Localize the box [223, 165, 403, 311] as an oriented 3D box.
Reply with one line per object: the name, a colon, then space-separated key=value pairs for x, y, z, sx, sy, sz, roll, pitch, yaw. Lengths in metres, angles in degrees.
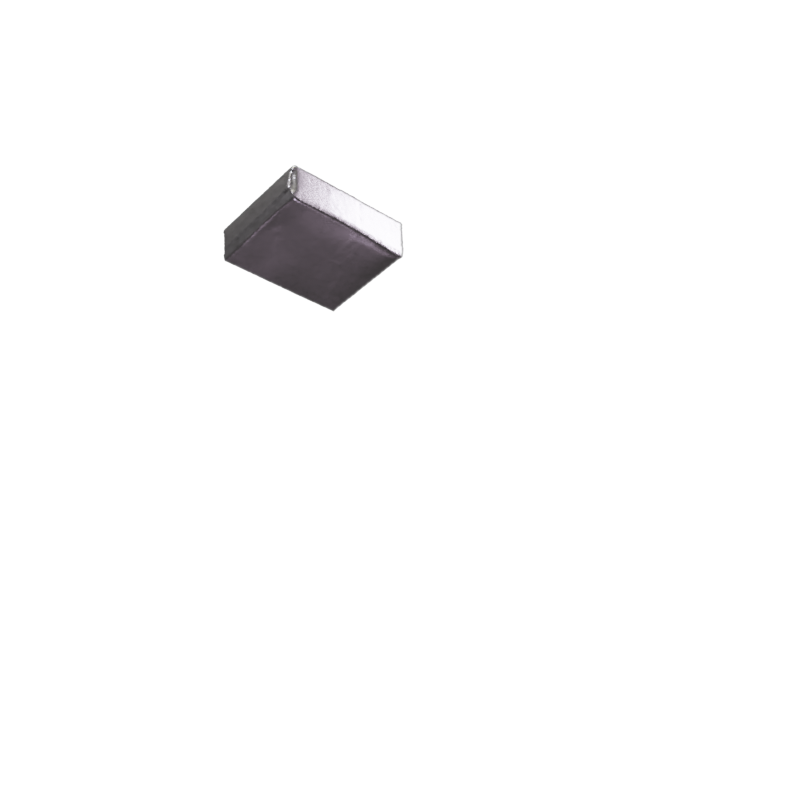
box: x=-0.067 y=-0.123 z=0.861 sx=0.107 sy=0.042 sz=0.089 roll=27 pitch=-46 yaw=-31
